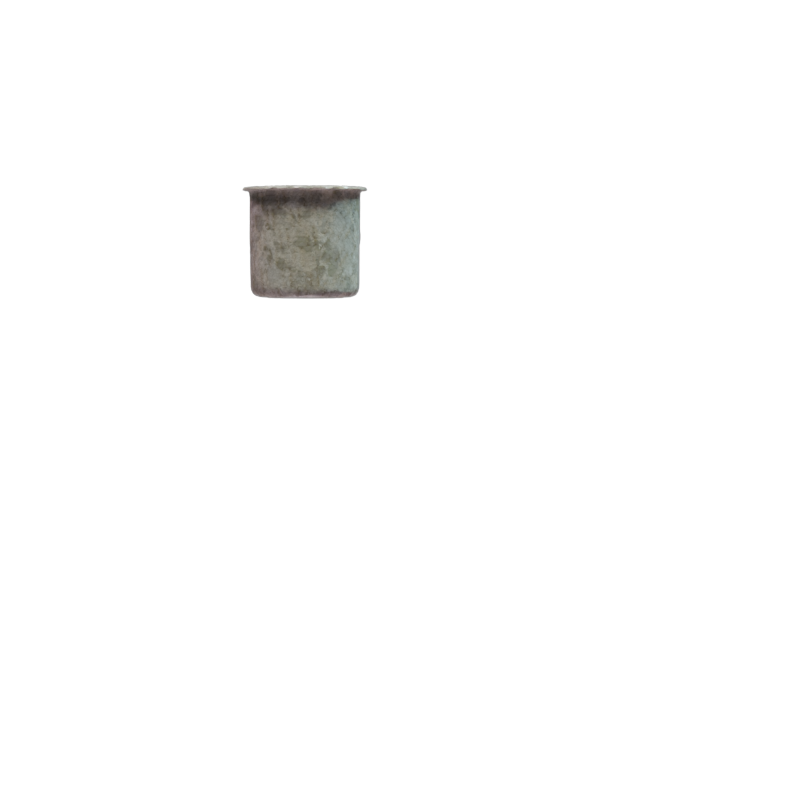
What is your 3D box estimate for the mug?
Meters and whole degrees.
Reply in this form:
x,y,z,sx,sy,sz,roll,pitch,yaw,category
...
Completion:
x,y,z,sx,sy,sz,roll,pitch,yaw,category
-0.066,-0.120,0.837,0.097,0.081,0.114,3,7,29,mug
